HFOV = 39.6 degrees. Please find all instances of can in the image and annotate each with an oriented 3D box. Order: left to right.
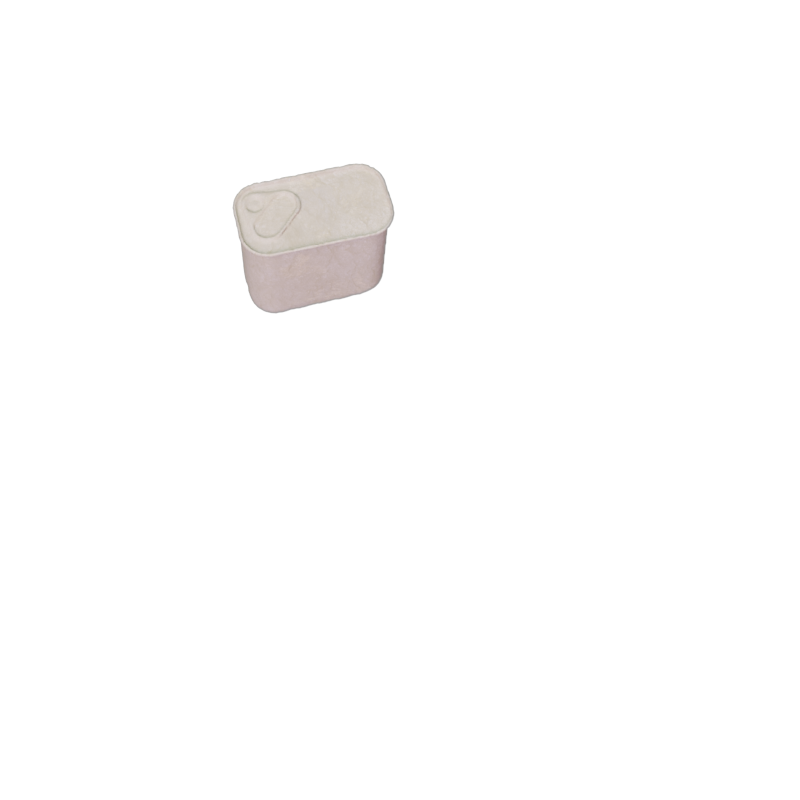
[{"bbox_3d":[-0.059,-0.107,0.750,0.101,0.061,0.079,-12,-26,-8],"label":"can"}]
